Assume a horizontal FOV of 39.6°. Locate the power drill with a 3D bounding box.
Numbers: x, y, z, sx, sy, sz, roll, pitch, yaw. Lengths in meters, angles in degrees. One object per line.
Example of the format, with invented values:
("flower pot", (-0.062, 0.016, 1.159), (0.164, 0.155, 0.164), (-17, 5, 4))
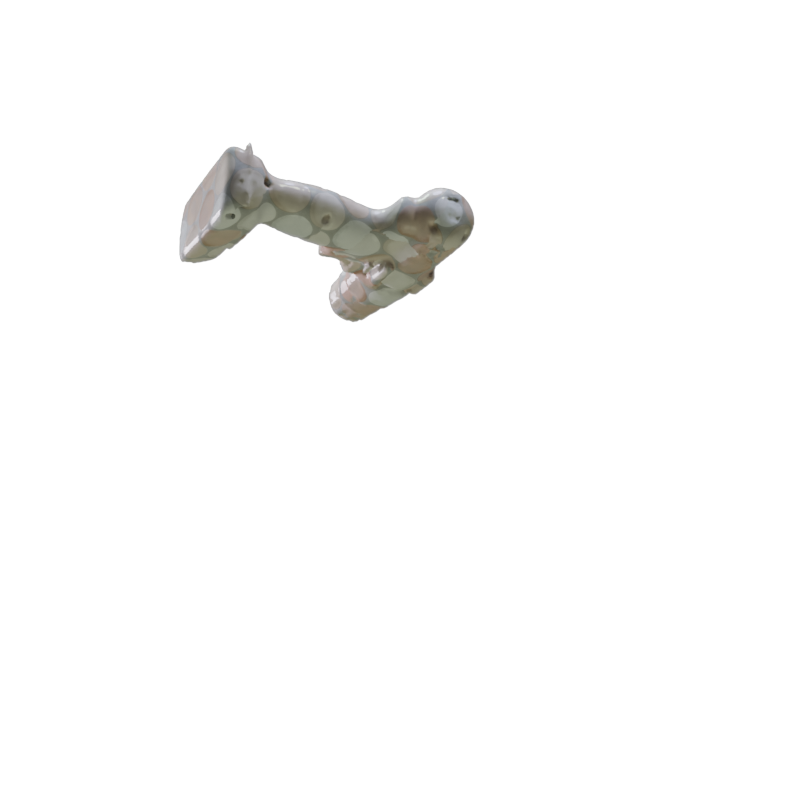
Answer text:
("power drill", (-0.065, -0.118, 0.826), (0.181, 0.061, 0.181), (11, -25, -24))
